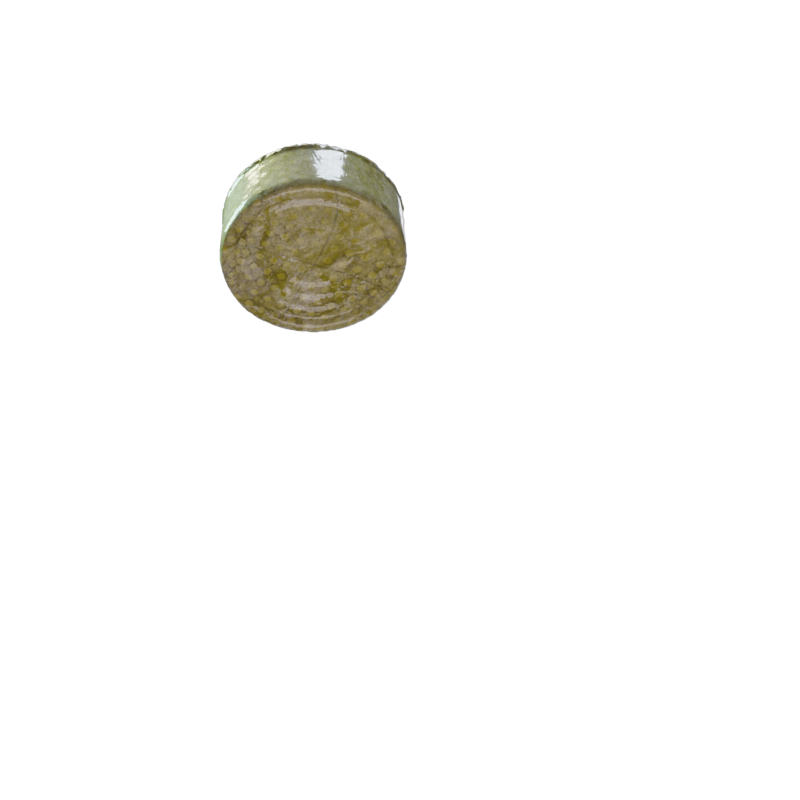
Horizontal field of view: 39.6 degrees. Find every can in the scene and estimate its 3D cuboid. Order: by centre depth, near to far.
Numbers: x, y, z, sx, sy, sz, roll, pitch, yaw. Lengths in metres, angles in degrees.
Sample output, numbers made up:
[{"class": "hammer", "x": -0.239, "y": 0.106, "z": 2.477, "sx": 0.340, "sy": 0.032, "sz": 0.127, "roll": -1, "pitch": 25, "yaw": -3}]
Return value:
[{"class": "can", "x": -0.040, "y": -0.073, "z": 0.508, "sx": 0.086, "sy": 0.080, "sz": 0.036, "roll": 1, "pitch": 39, "yaw": -1}]
